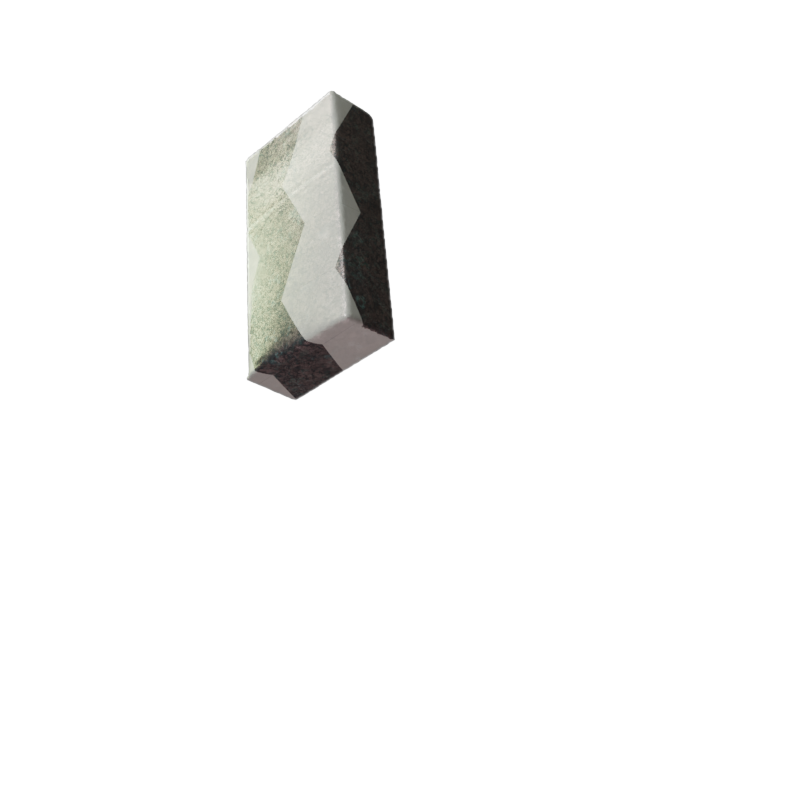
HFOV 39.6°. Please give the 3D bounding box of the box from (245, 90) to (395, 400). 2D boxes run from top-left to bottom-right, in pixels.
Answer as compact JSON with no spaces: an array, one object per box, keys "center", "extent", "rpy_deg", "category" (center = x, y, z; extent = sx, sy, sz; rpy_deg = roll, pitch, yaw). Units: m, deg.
[{"center":[-0.054,-0.099,0.697],"extent":[0.045,0.189,0.093],"rpy_deg":[28,-45,-36],"category":"box"}]
